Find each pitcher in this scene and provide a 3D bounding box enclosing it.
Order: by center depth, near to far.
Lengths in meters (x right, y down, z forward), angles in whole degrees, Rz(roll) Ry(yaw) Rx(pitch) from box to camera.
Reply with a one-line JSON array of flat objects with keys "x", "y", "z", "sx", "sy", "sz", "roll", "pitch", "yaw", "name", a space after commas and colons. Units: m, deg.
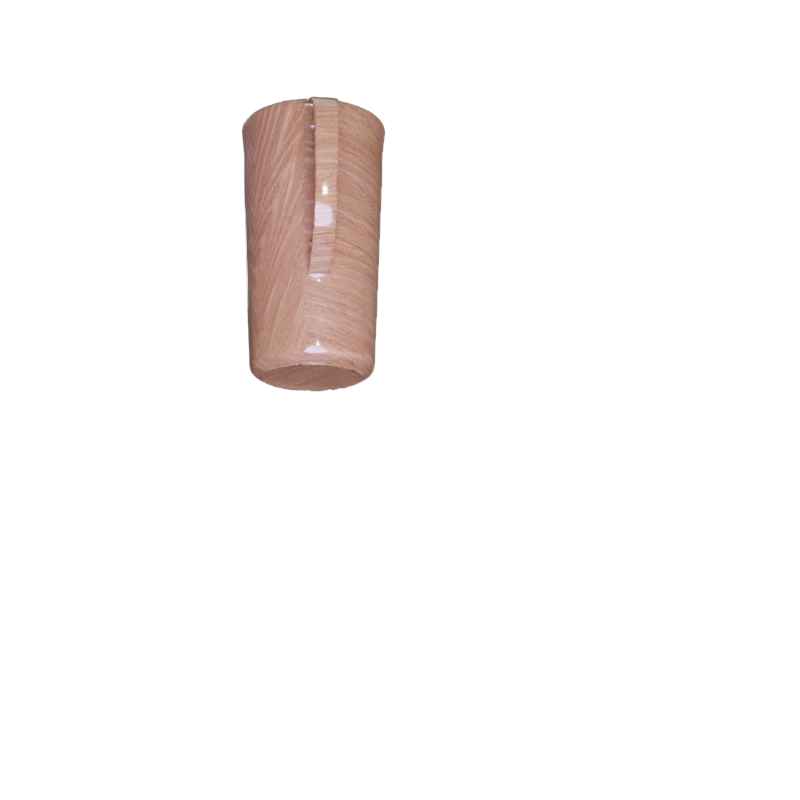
[{"x": -0.077, "y": -0.140, "z": 0.981, "sx": 0.147, "sy": 0.255, "sz": 0.140, "roll": -14, "pitch": -23, "yaw": 33, "name": "pitcher"}]
